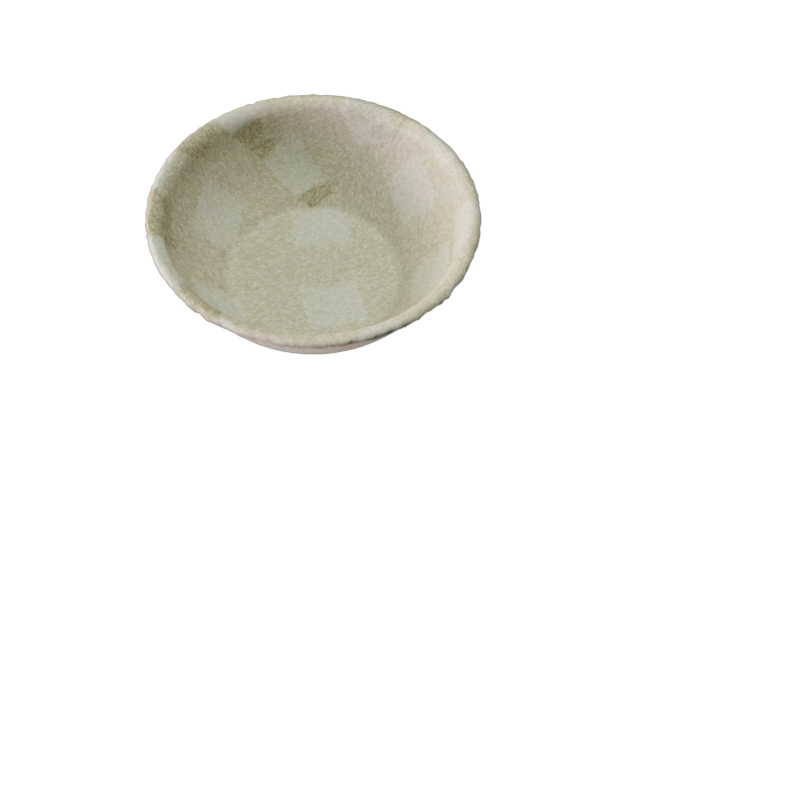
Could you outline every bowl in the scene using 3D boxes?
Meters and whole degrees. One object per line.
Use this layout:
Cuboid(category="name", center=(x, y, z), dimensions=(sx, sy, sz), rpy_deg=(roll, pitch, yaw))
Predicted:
Cuboid(category="bowl", center=(-0.043, -0.079, 0.553), dimensions=(0.162, 0.174, 0.051), rpy_deg=(-1, -36, -1))
